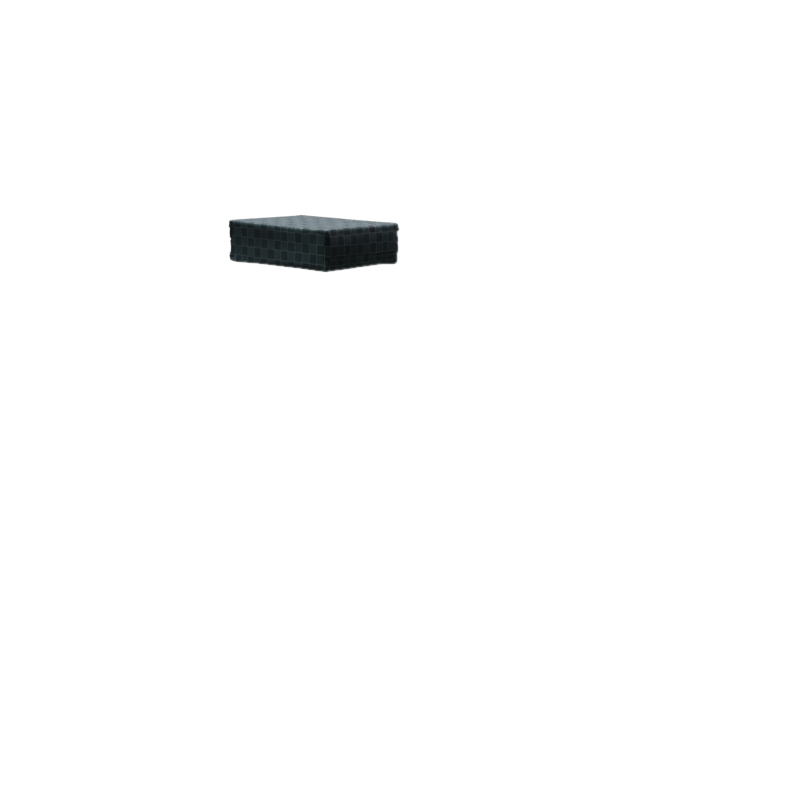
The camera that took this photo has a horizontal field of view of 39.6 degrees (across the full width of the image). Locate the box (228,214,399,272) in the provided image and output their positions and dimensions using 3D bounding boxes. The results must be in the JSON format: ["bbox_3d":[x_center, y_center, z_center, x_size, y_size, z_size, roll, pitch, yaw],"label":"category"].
[{"bbox_3d":[-0.071,-0.130,0.913,0.119,0.038,0.087,9,14,39],"label":"box"}]
